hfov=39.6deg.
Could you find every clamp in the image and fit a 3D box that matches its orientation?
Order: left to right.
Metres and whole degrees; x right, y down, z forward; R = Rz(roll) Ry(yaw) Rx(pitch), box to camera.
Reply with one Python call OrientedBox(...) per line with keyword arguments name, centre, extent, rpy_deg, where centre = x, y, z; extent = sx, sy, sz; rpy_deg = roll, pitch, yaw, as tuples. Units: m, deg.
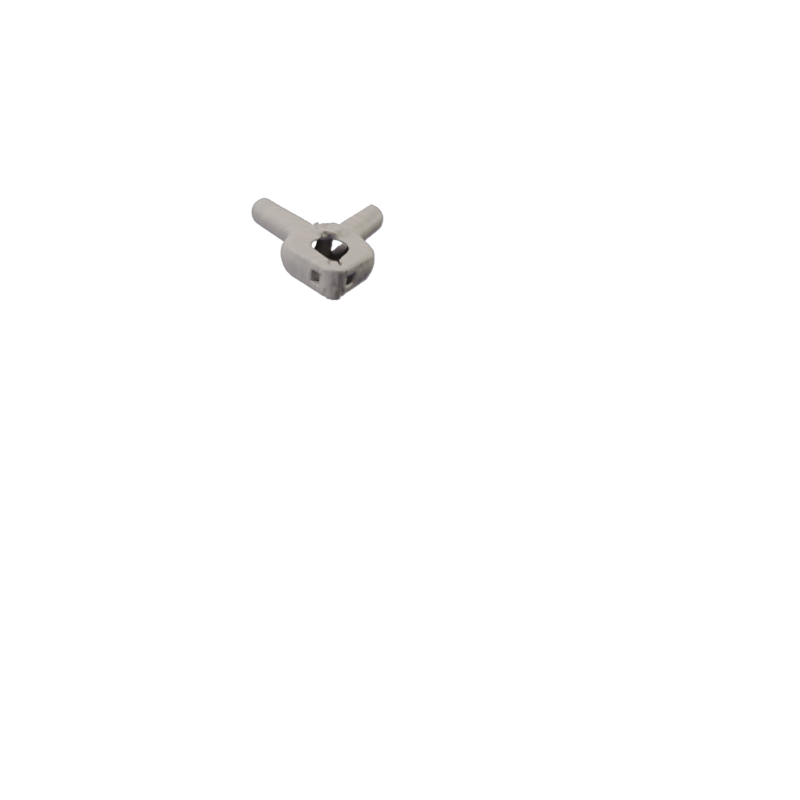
OrientedBox(name="clamp", centre=(-0.075, -0.137, 0.957), extent=(0.120, 0.037, 0.180), rpy_deg=(0, 26, 1))
